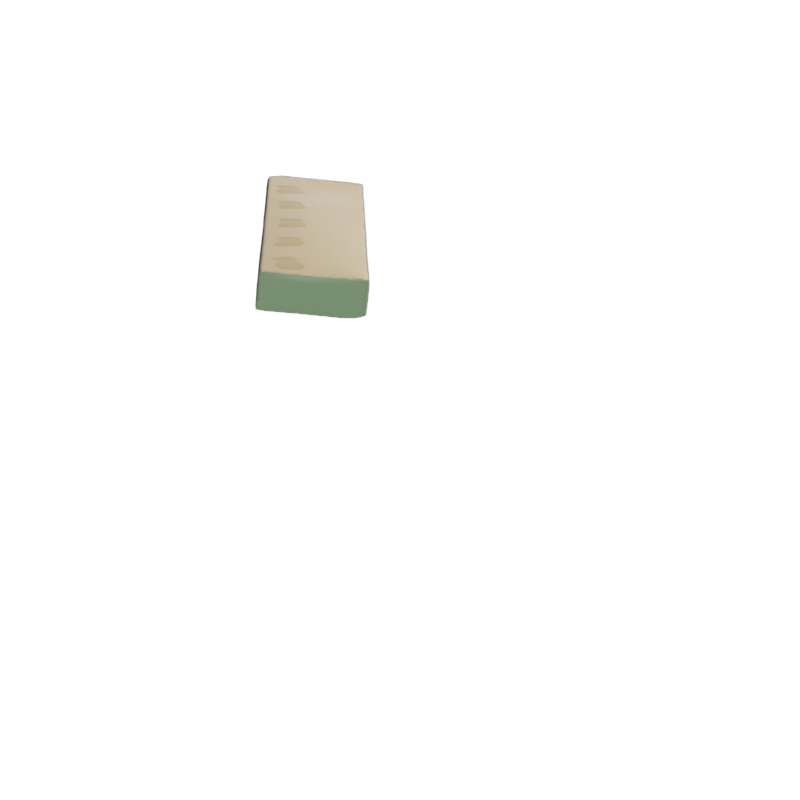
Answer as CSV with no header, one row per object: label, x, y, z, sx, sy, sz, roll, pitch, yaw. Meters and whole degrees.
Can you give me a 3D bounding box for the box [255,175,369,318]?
box,-0.077,-0.140,0.978,0.093,0.045,0.189,4,37,-6
